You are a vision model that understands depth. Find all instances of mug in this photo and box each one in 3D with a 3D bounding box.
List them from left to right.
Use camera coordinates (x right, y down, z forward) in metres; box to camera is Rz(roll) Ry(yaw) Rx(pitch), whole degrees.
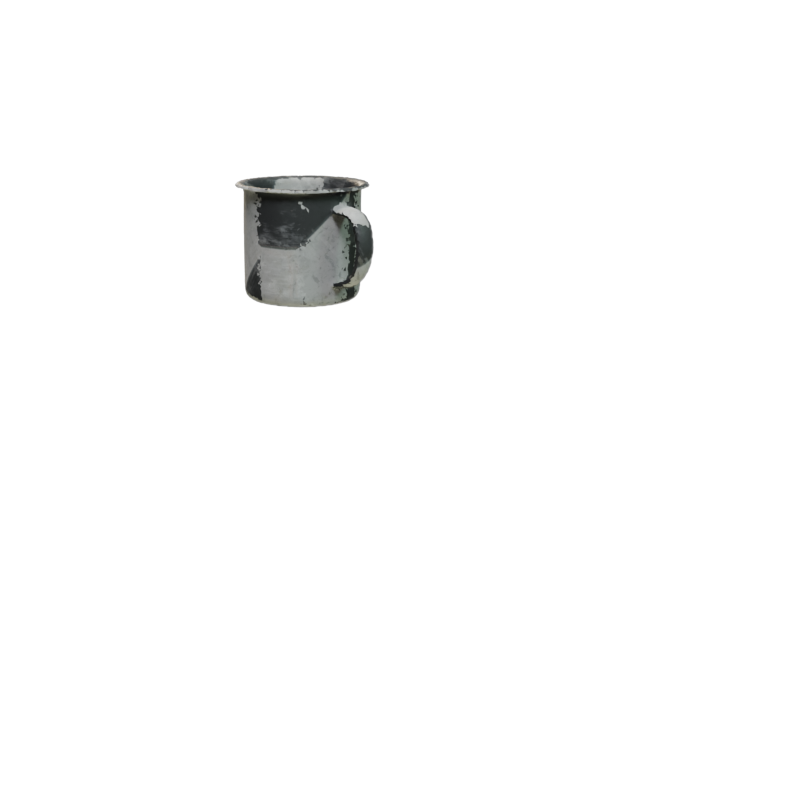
[{"bbox_3d":[-0.060,-0.110,0.769,0.091,0.079,0.124,-12,19,-41],"label":"mug"}]
